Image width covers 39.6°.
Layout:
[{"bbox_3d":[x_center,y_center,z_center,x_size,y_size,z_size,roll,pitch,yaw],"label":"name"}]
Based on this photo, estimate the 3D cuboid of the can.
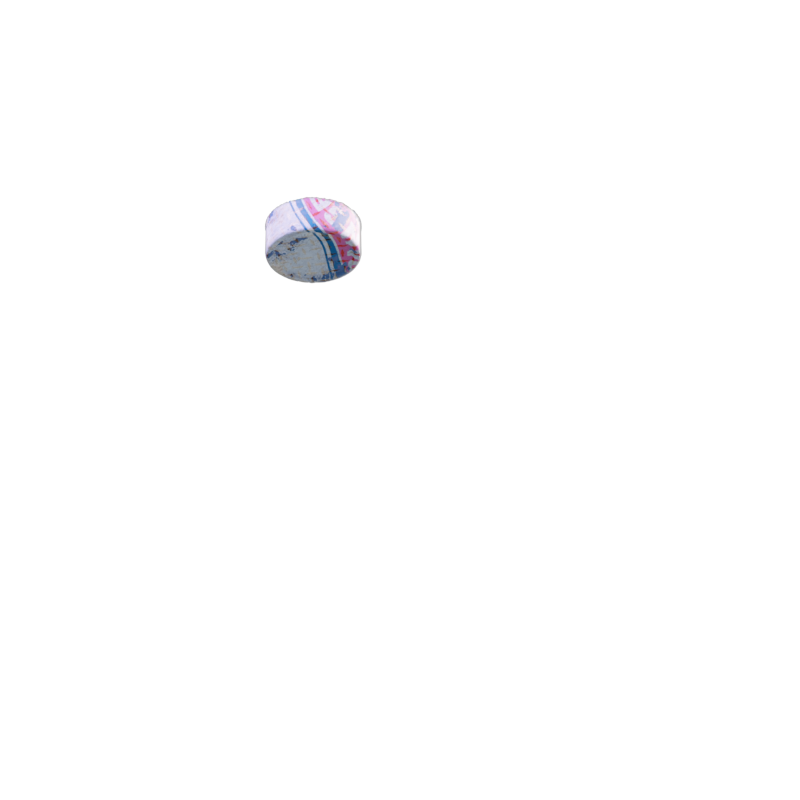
[{"bbox_3d":[-0.076,-0.139,0.973,0.086,0.036,0.080,1,-31,-2],"label":"can"}]
